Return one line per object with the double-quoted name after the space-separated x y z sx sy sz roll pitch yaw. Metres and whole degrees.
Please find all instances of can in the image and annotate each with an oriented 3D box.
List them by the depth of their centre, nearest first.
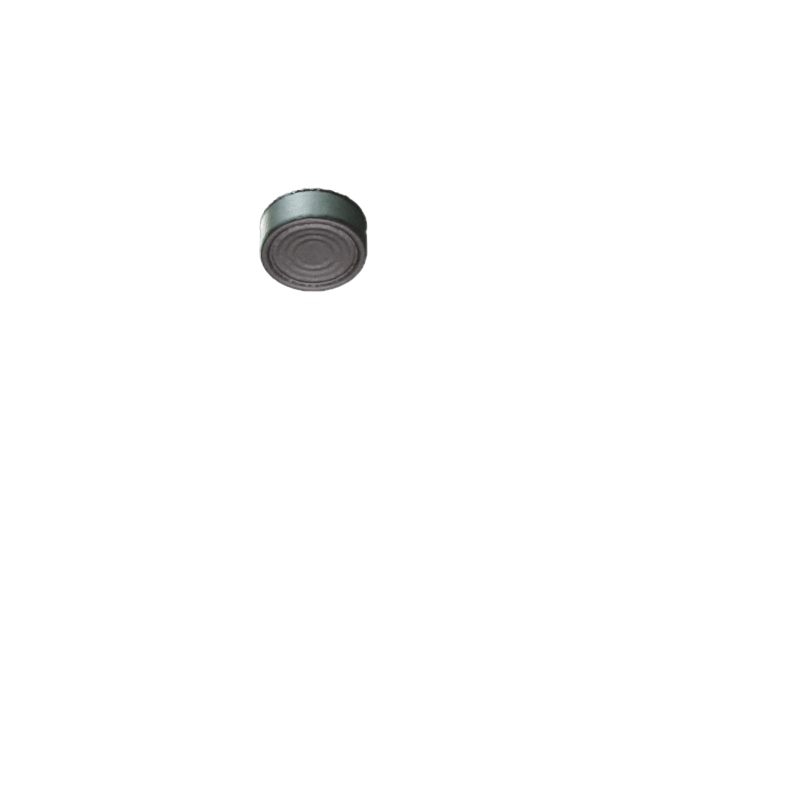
-0.068 -0.124 0.871 0.086 0.036 0.080 1 -40 -2 "can"
